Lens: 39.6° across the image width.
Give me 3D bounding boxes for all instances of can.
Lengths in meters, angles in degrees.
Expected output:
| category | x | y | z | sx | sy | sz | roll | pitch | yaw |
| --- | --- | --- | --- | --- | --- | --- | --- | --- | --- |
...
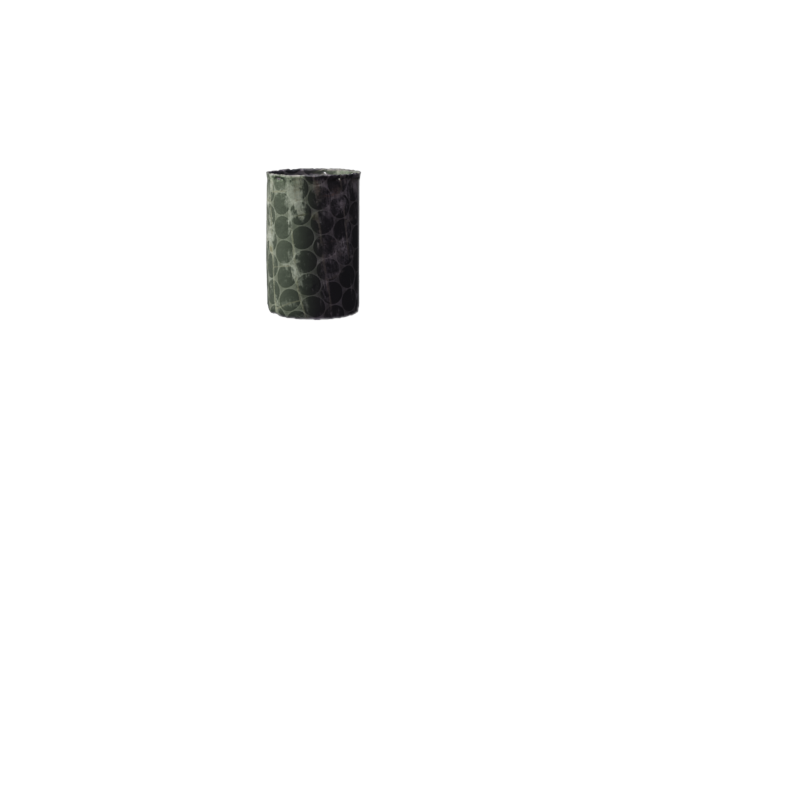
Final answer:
| category | x | y | z | sx | sy | sz | roll | pitch | yaw |
| --- | --- | --- | --- | --- | --- | --- | --- | --- | --- |
| can | -0.063 | -0.114 | 0.799 | 0.068 | 0.100 | 0.070 | 0 | 10 | -2 |
